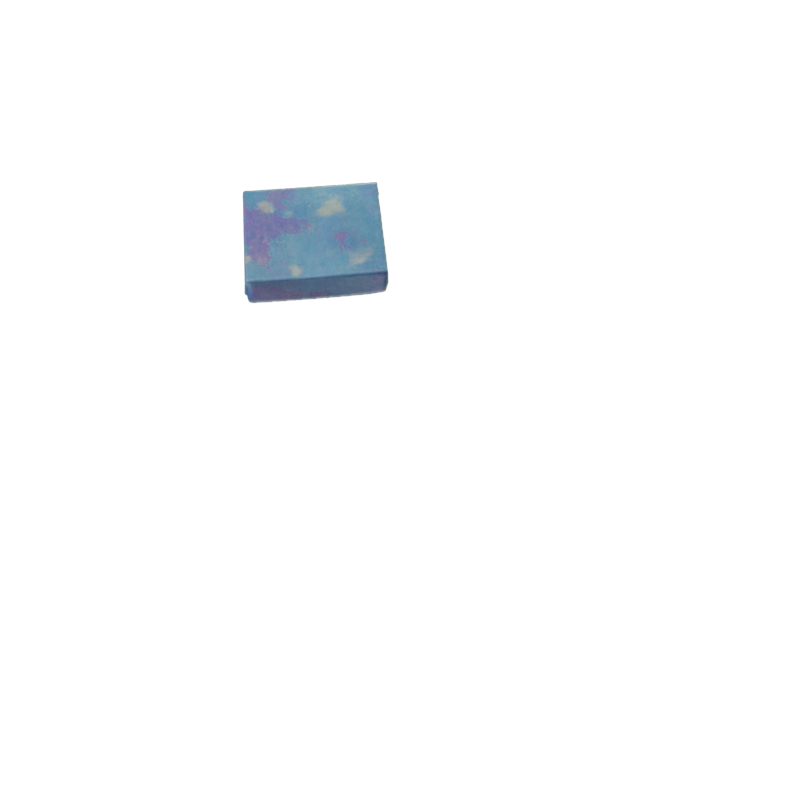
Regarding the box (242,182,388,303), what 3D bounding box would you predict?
[{"bbox_3d":[-0.070,-0.127,0.889,0.113,0.096,0.036,-4,-32,-3],"label":"box"}]
